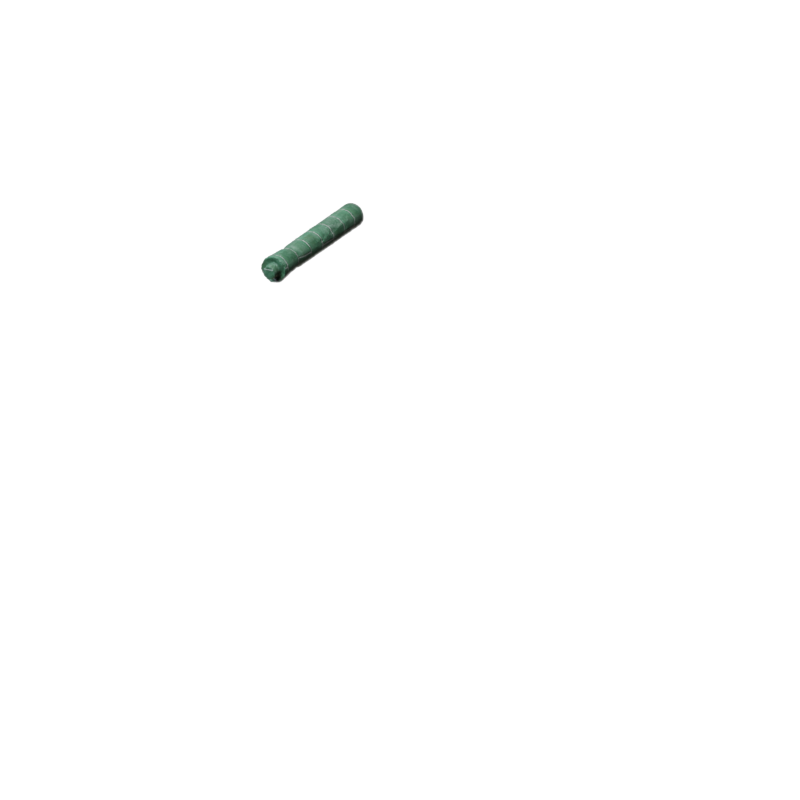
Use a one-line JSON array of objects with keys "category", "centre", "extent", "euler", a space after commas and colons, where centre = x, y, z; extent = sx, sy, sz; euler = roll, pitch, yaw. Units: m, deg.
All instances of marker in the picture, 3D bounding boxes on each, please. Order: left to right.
[{"category": "marker", "centre": [-0.061, -0.111, 0.777], "extent": [0.020, 0.019, 0.123], "euler": [2, 27, 27]}]
